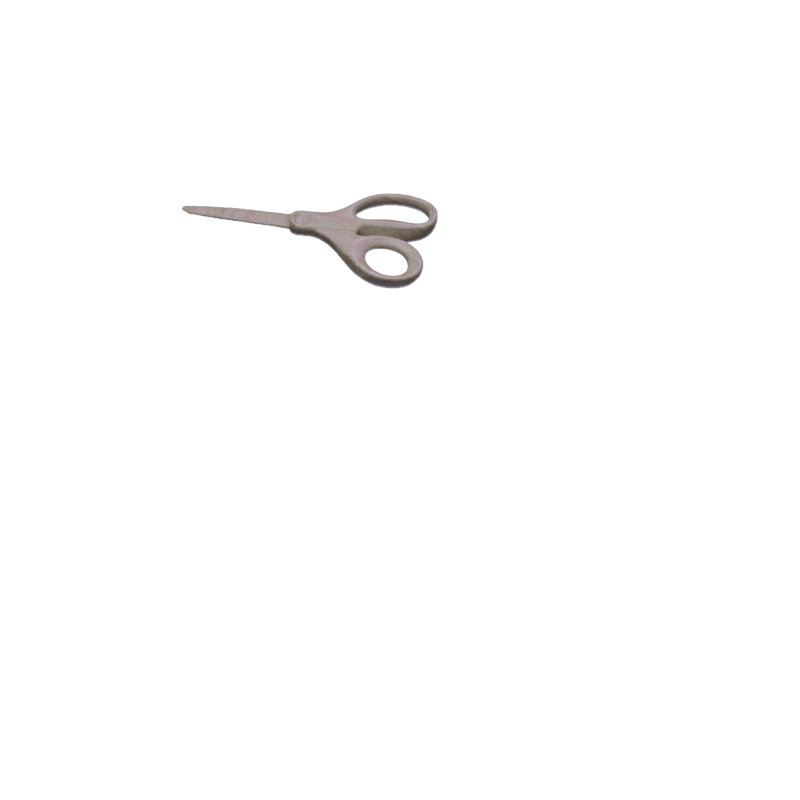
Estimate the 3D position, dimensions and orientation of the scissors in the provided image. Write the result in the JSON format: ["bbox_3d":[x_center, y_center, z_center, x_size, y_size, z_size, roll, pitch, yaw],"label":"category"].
[{"bbox_3d":[-0.068,-0.124,0.868,0.201,0.103,0.015,-6,-35,-4],"label":"scissors"}]
